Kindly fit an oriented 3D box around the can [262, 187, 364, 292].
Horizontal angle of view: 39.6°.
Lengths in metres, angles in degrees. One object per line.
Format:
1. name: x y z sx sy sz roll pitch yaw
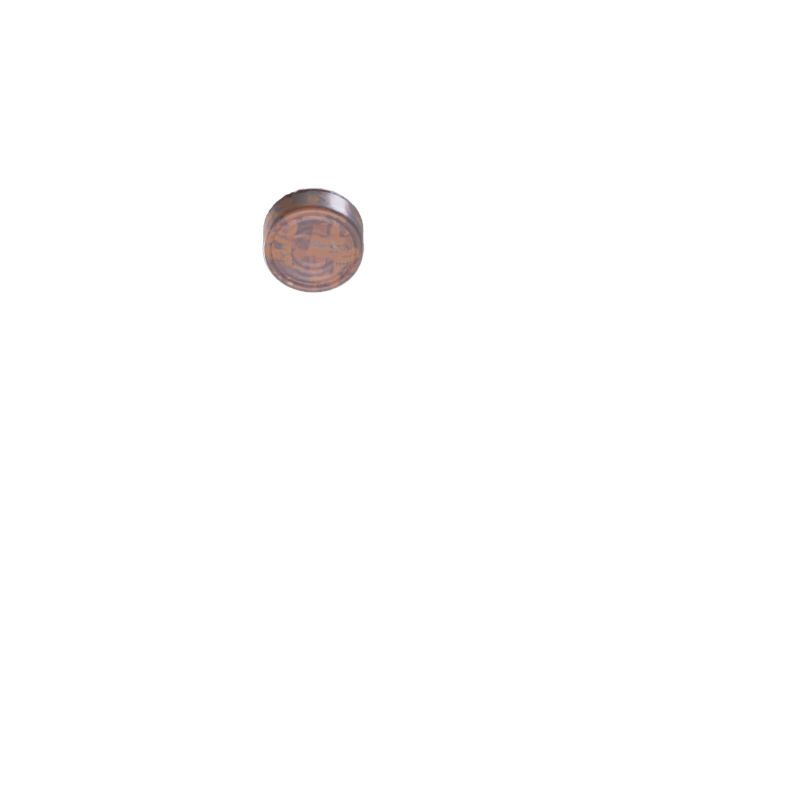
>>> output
1. can: -0.073 -0.133 0.930 0.086 0.080 0.036 1 35 -1
